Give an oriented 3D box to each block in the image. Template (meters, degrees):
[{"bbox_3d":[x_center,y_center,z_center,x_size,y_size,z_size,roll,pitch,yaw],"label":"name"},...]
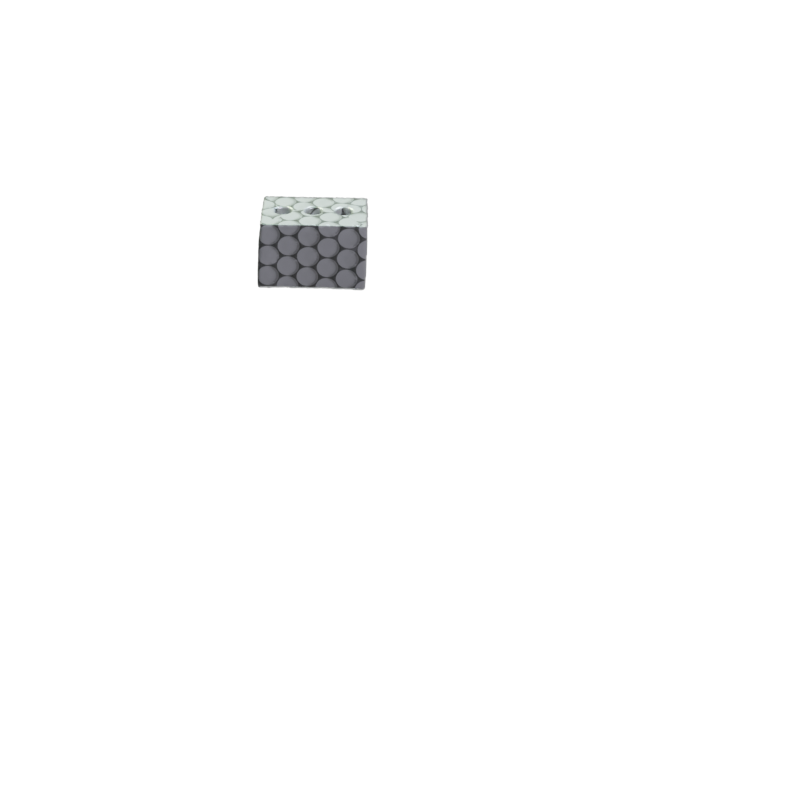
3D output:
[{"bbox_3d":[-0.063,-0.114,0.802,0.078,0.048,0.056,1,31,0],"label":"block"}]
